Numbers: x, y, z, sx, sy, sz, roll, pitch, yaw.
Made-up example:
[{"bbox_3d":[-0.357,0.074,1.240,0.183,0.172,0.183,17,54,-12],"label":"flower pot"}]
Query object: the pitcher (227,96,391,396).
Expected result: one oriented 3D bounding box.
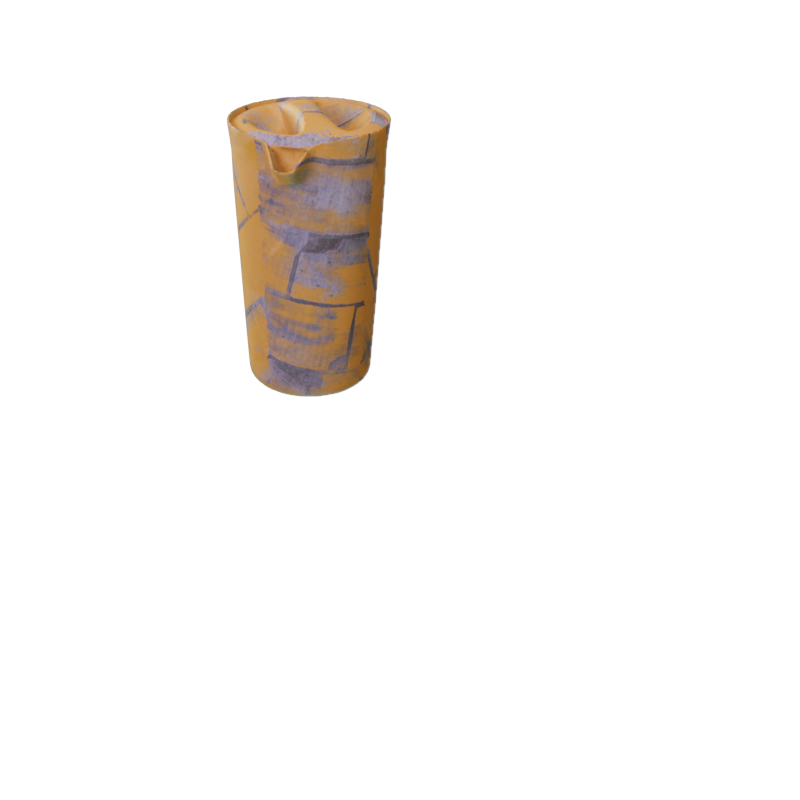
[{"bbox_3d":[-0.075,-0.136,0.955,0.147,0.230,0.155,-16,31,-31],"label":"pitcher"}]
